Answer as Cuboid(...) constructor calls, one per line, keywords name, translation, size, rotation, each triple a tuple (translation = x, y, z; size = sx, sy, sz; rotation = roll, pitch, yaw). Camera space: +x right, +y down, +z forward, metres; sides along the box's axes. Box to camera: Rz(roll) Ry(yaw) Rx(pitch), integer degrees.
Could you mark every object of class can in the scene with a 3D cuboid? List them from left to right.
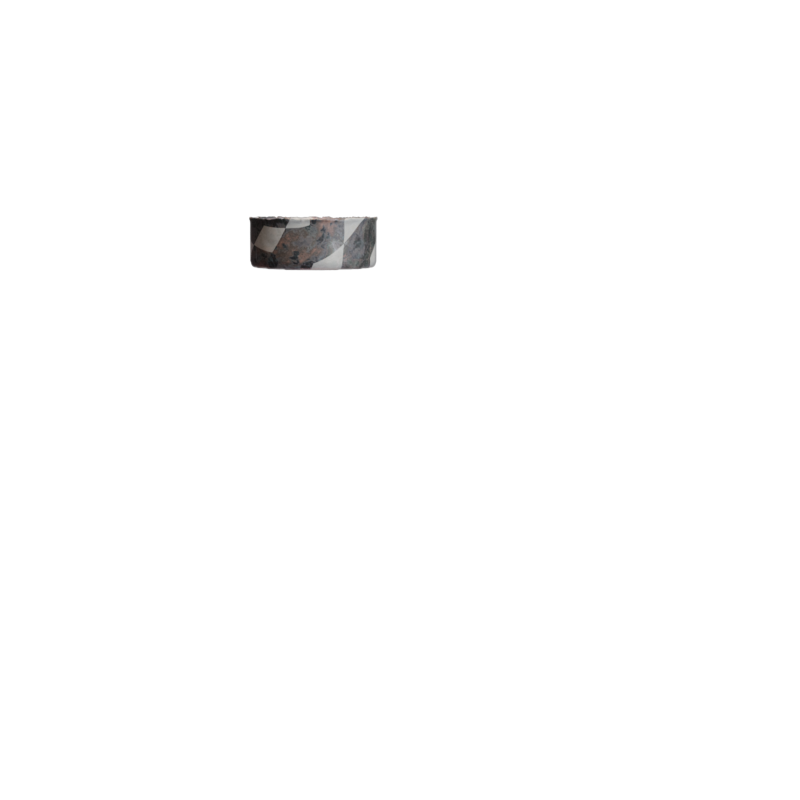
Cuboid(name="can", translation=(-0.058, -0.105, 0.739), size=(0.086, 0.033, 0.087), rotation=(0, 9, -2))
